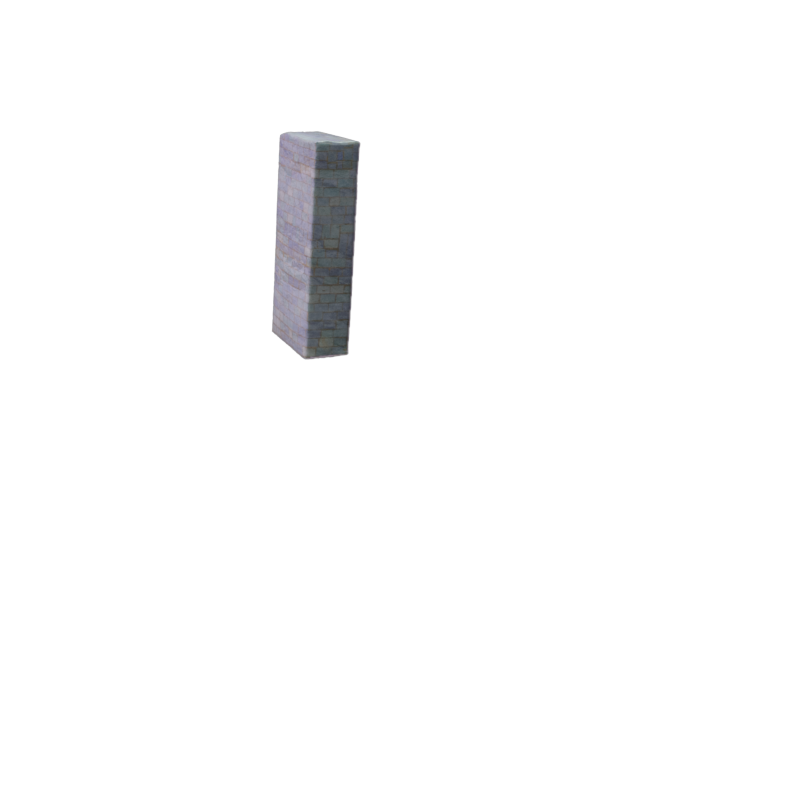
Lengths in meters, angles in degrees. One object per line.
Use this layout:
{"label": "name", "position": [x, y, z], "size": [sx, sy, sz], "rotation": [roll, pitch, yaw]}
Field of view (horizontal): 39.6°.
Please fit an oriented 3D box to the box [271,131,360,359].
{"label": "box", "position": [-0.072, -0.131, 0.915], "size": [0.047, 0.172, 0.098], "rotation": [-4, 13, -23]}
